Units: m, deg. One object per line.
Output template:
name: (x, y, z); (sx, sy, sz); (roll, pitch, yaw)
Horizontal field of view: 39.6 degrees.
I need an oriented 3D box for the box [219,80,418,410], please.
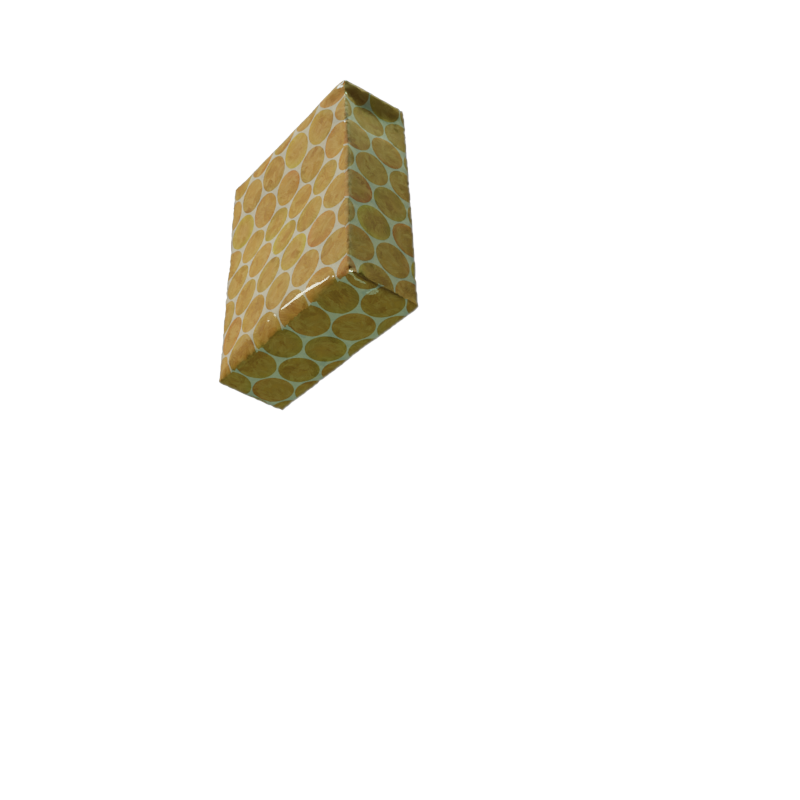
box: (-0.069, -0.126, 0.881); (0.068, 0.229, 0.162); (27, -47, -32)
